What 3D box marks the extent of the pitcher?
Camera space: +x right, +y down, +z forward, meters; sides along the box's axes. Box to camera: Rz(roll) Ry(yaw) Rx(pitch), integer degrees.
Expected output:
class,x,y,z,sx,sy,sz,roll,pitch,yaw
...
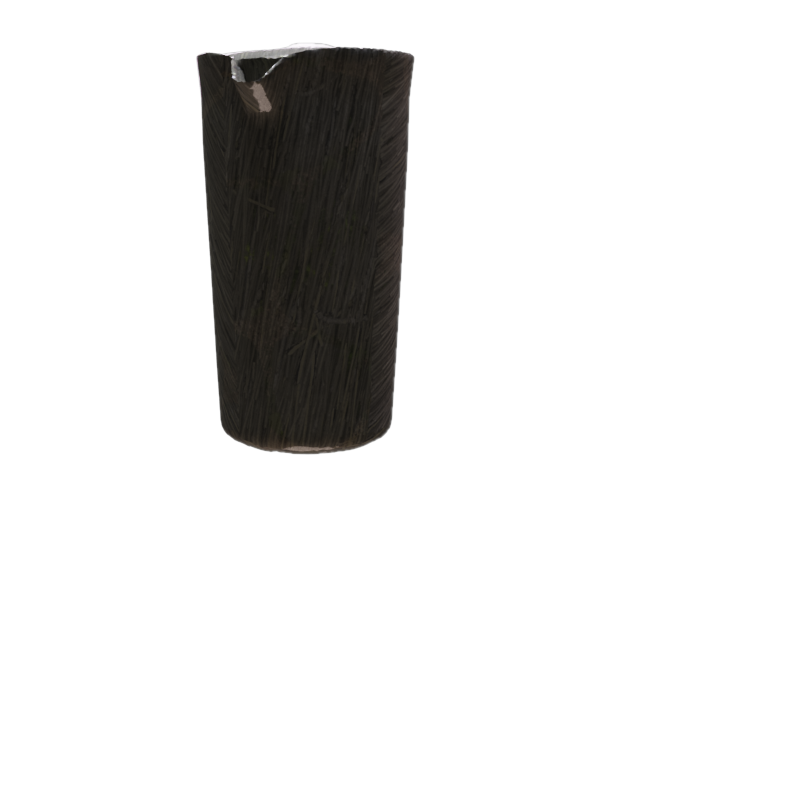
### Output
class,x,y,z,sx,sy,sz,roll,pitch,yaw
pitcher,-0.055,-0.100,0.698,0.145,0.240,0.151,-3,8,-26
